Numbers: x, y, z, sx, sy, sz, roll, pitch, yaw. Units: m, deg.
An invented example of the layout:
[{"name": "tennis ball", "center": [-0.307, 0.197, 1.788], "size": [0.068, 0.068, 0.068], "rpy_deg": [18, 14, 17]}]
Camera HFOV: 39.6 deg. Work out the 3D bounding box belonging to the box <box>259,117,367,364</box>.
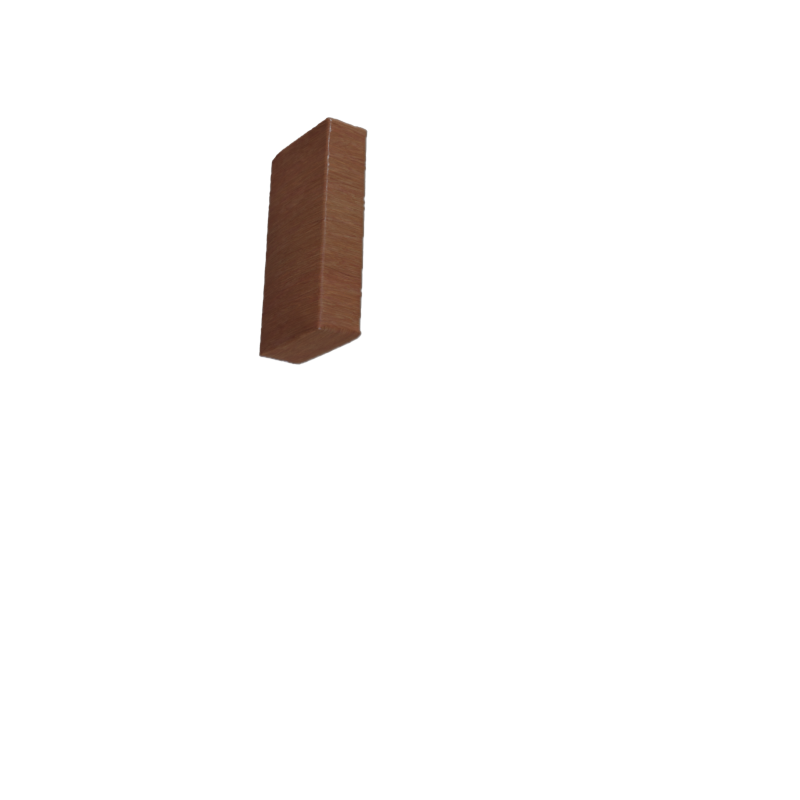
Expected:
[{"name": "box", "center": [-0.069, -0.125, 0.877], "size": [0.046, 0.185, 0.093], "rpy_deg": [13, -24, -33]}]
